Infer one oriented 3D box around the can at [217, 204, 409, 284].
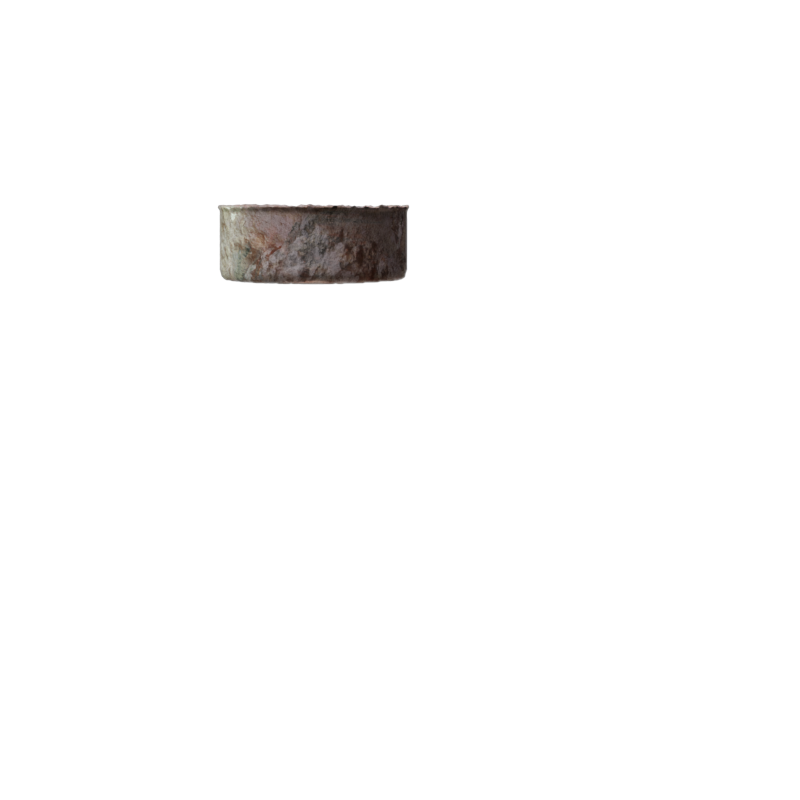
[{"bbox_3d":[-0.039,-0.071,0.500,0.086,0.033,0.087,0,9,-2],"label":"can"}]
